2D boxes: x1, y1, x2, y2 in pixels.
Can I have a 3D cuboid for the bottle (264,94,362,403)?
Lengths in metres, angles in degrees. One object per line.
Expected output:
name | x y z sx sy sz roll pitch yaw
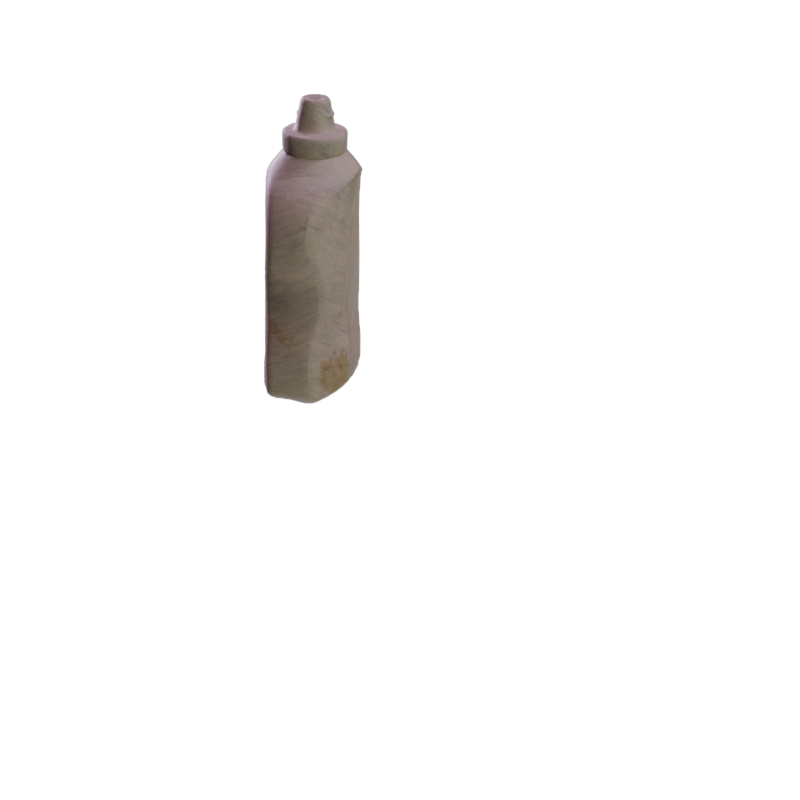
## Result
bottle | -0.056 -0.102 0.715 0.060 0.182 0.098 9 26 17
